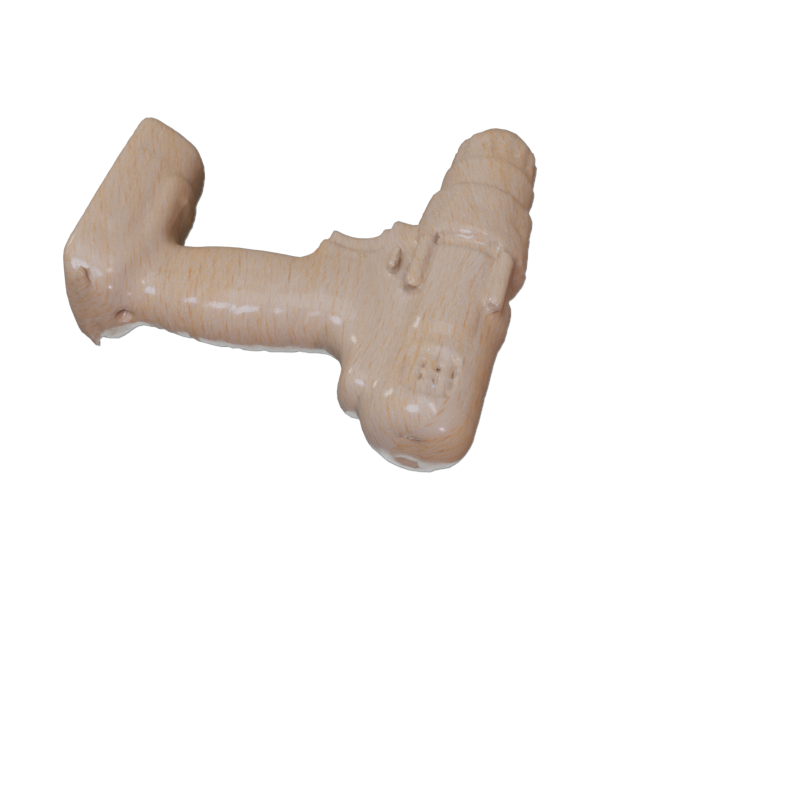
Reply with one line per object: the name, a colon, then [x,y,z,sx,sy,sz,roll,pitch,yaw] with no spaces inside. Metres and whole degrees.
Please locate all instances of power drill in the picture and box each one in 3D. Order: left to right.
power drill: [-0.039,-0.070,0.493,0.191,0.194,0.053,12,-40,10]
